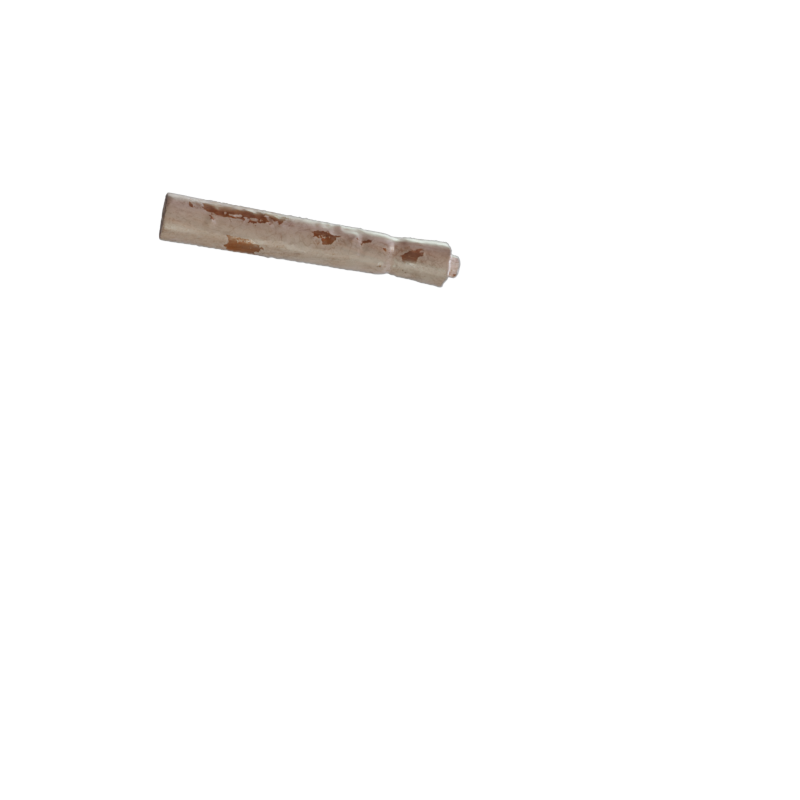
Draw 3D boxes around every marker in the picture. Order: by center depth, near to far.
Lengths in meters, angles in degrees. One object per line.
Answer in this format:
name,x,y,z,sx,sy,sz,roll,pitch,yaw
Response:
marker,-0.035,-0.063,0.441,0.119,0.020,0.020,8,2,-10
